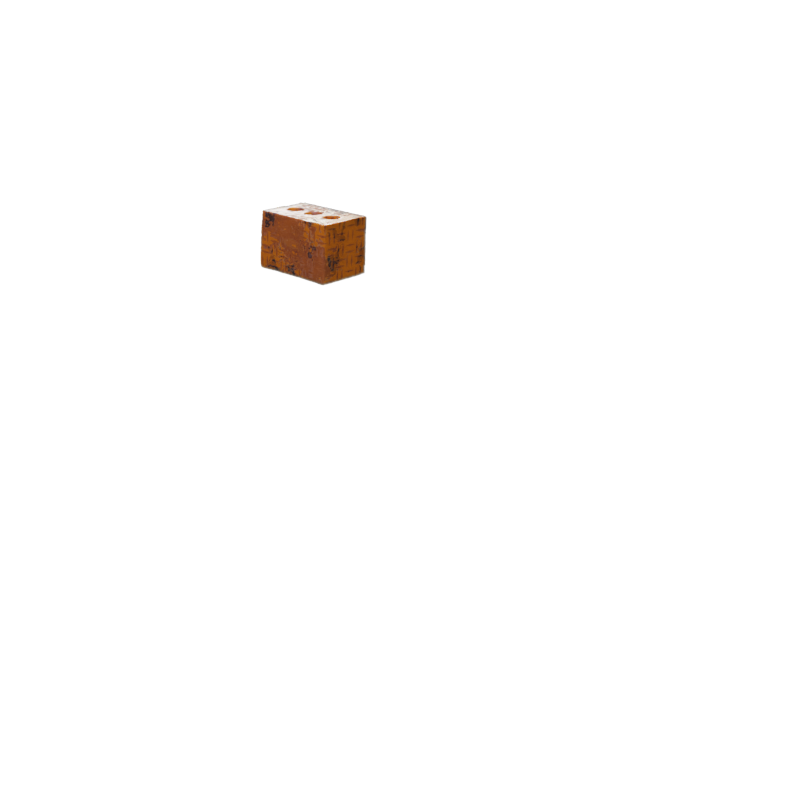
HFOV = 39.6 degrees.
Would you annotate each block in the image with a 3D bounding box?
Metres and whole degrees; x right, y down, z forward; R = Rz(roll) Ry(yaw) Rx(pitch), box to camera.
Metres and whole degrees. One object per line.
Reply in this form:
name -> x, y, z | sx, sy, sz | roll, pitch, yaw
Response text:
block -> -0.074, -0.134, 0.939 | 0.082, 0.049, 0.052 | 18, 25, 40
